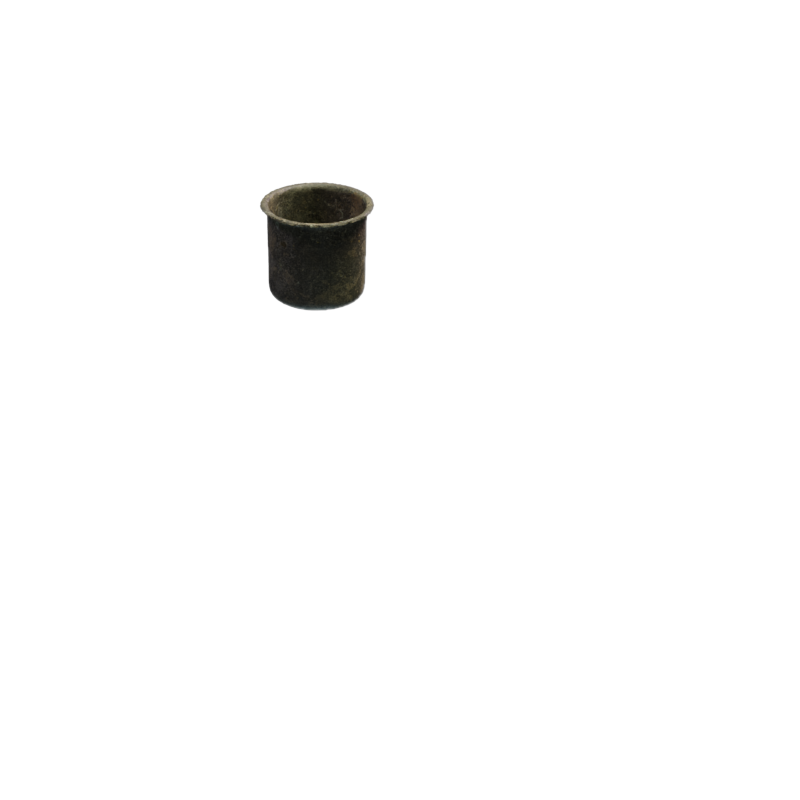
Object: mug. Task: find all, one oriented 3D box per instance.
[{"bbox_3d":[-0.073,-0.133,0.932,0.092,0.077,0.126,-8,31,-15],"label":"mug"}]
